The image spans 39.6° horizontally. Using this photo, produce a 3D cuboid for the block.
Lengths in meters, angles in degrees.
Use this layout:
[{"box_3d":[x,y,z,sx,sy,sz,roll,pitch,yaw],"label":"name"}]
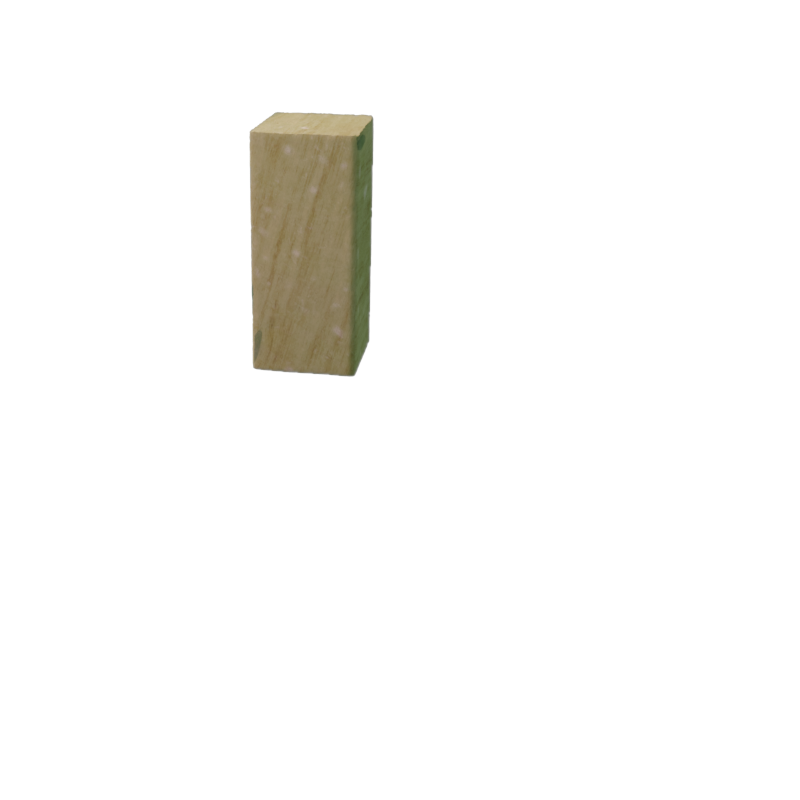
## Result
[{"box_3d":[-0.073,-0.135,0.945,0.091,0.198,0.093,4,19,8],"label":"block"}]
